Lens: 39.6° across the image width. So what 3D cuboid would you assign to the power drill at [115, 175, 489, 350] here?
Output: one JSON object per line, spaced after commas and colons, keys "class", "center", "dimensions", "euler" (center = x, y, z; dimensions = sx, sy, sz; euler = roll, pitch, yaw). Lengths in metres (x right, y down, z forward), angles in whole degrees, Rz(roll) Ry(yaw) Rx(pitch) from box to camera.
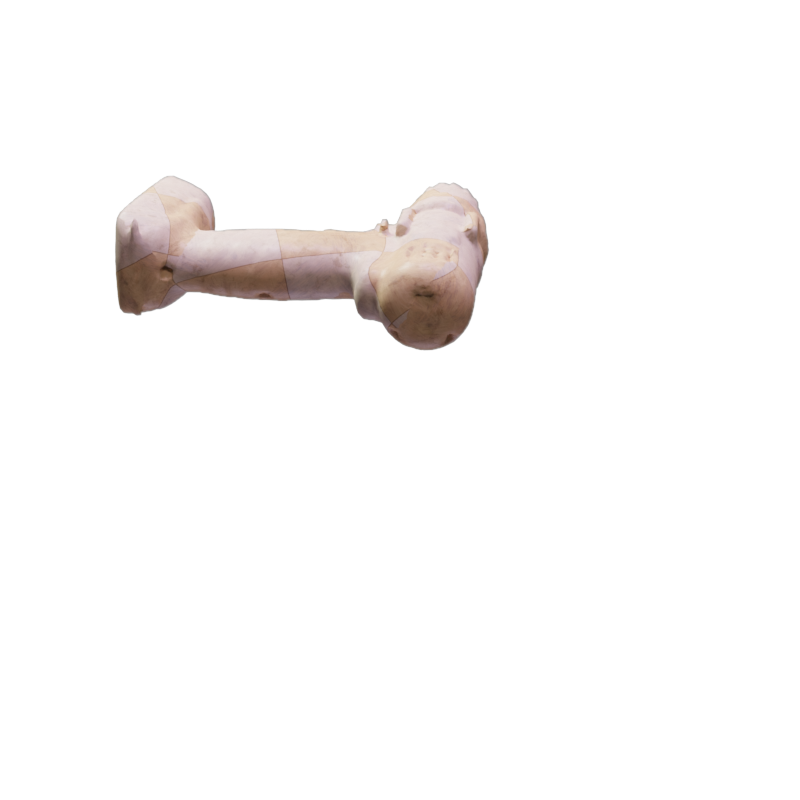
{"class": "power drill", "center": [-0.047, -0.086, 0.600], "dimensions": [0.190, 0.055, 0.190], "euler": [3, 23, 7]}
